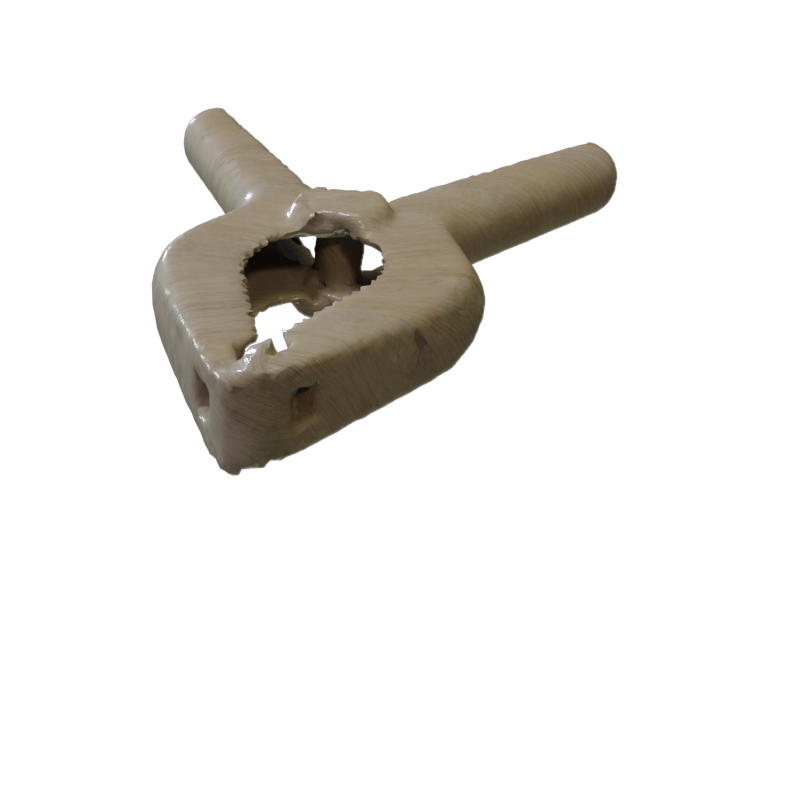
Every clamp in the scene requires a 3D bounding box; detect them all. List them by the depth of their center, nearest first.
[{"bbox_3d":[-0.027,-0.050,0.350,0.169,0.034,0.216,10,31,16],"label":"clamp"}]
